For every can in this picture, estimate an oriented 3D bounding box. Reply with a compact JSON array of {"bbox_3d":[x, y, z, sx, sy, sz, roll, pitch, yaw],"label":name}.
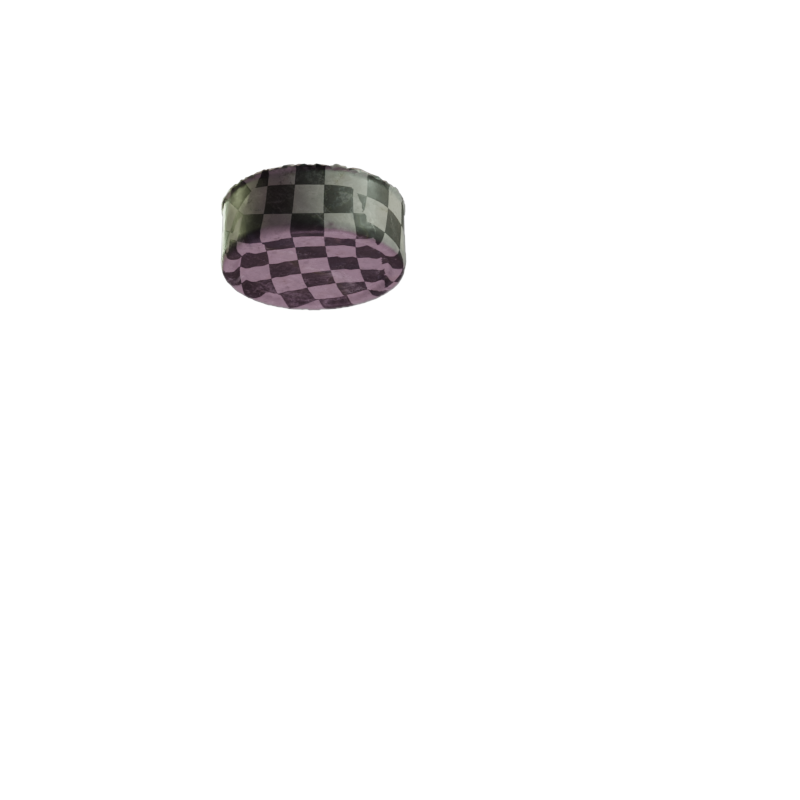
[{"bbox_3d":[-0.040,-0.073,0.509,0.086,0.035,0.081,0,-21,-2],"label":"can"}]
